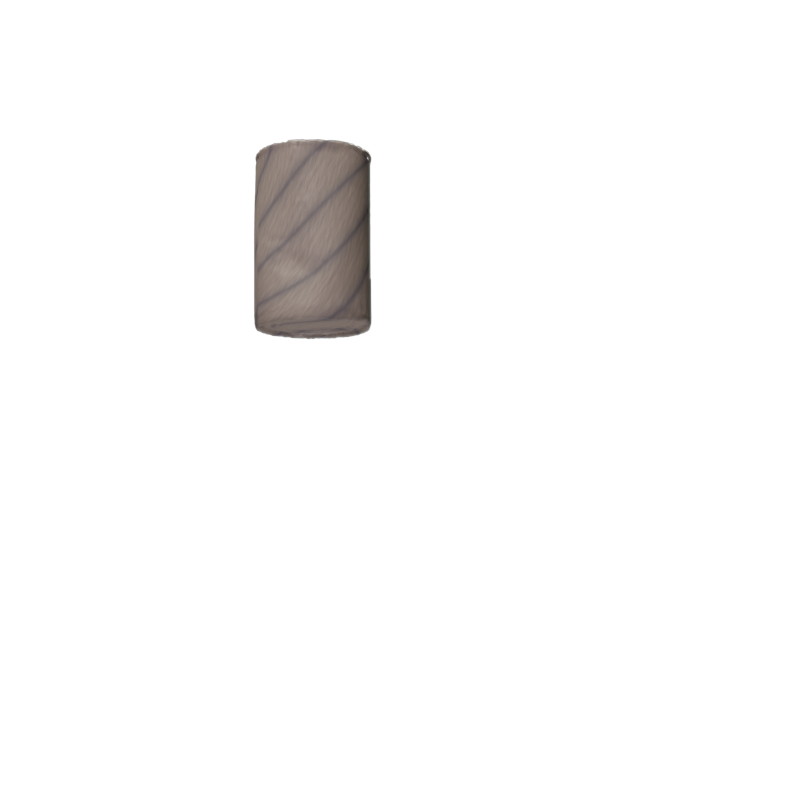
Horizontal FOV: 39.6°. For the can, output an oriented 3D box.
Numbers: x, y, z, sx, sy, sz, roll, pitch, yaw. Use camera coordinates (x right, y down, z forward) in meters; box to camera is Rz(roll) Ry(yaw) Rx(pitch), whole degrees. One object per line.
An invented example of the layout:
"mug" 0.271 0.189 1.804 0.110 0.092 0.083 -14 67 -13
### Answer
"can" -0.050 -0.091 0.635 0.068 0.106 0.067 0 -12 -2
